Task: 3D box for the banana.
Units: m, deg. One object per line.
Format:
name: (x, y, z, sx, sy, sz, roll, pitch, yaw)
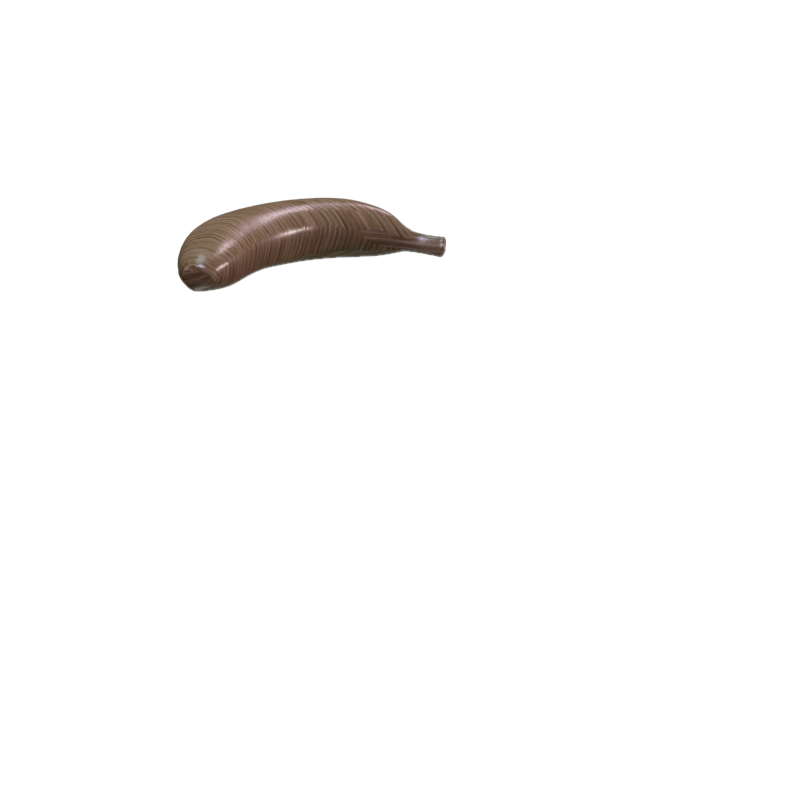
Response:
banana: (-0.058, -0.088, 0.602, 0.073, 0.036, 0.193, 12, 20, 39)
